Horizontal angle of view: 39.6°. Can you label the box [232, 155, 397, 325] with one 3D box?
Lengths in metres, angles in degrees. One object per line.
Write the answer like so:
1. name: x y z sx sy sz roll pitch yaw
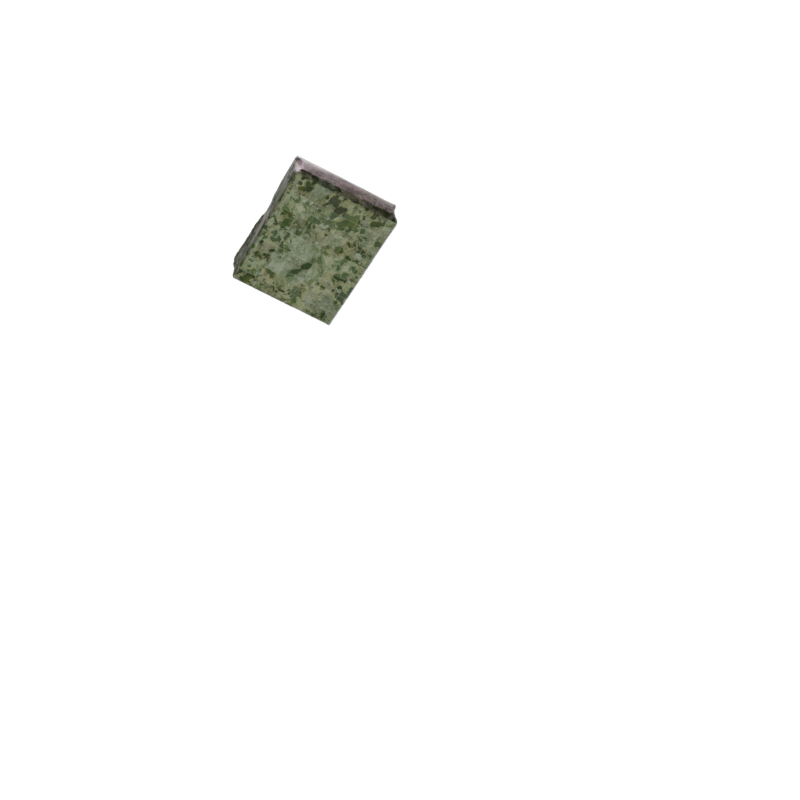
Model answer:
1. box: -0.056 -0.101 0.709 0.071 0.087 0.032 27 28 -16
